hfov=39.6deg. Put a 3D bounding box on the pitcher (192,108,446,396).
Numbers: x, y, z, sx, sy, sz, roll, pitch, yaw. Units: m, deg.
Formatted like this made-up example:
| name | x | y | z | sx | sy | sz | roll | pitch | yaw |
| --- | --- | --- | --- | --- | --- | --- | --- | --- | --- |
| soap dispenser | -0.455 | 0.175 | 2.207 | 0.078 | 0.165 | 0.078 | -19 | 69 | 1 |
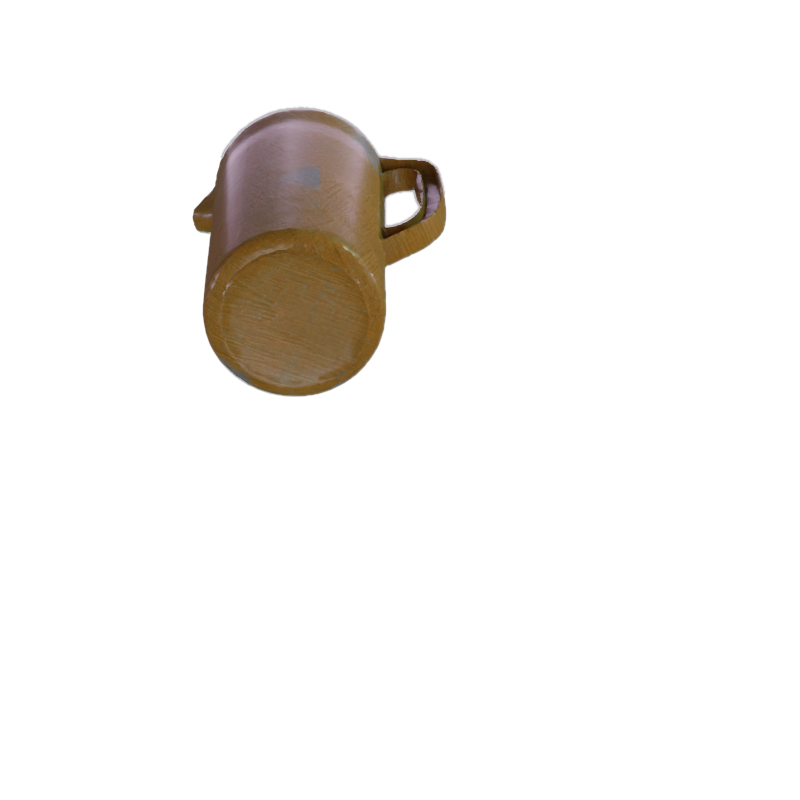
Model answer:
| name | x | y | z | sx | sy | sz | roll | pitch | yaw |
| --- | --- | --- | --- | --- | --- | --- | --- | --- | --- |
| pitcher | -0.059 | -0.107 | 0.751 | 0.140 | 0.146 | 0.257 | 31 | 21 | -17 |
